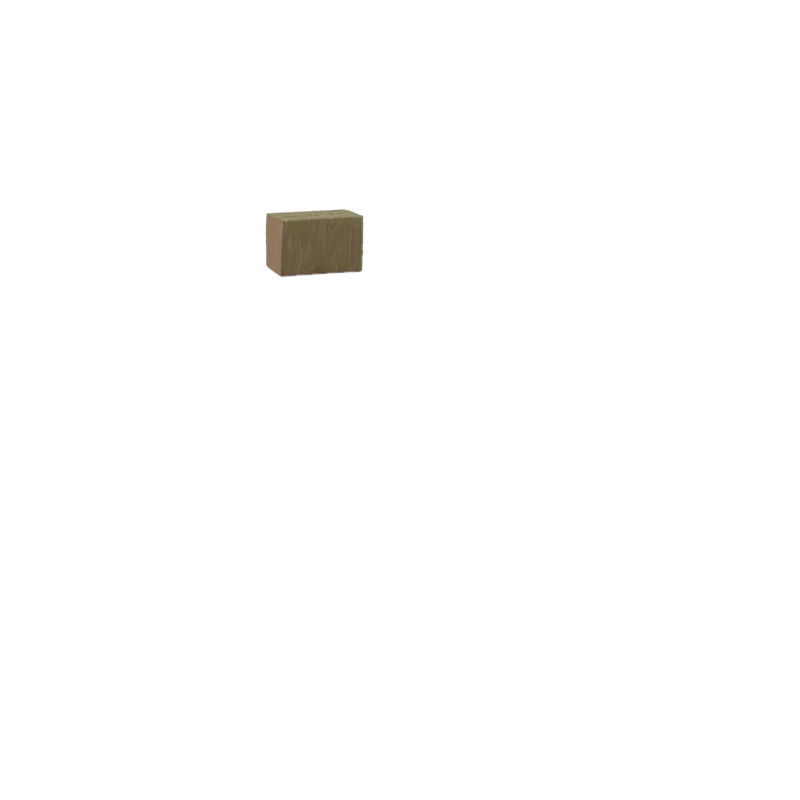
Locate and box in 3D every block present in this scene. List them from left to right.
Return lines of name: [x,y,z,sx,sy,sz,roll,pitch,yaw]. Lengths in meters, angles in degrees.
block: [-0.078,-0.143,0.999,0.076,0.050,0.055,-6,15,-21]
